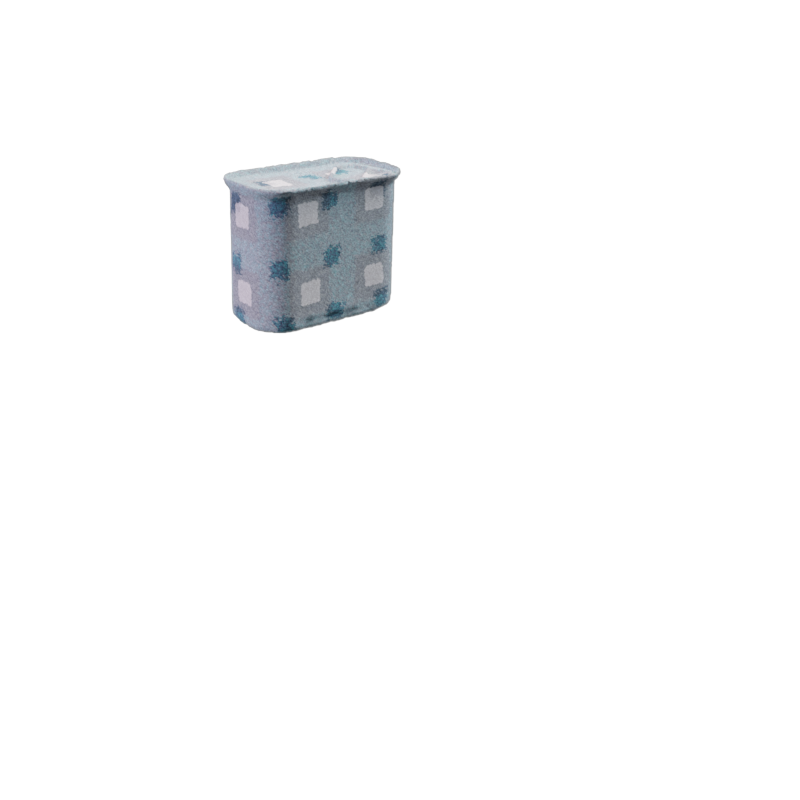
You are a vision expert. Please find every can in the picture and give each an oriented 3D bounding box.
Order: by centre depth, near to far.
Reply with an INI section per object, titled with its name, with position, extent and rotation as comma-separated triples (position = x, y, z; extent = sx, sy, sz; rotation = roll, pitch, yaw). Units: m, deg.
[can]
position = -0.050, -0.092, 0.645
extent = 0.100, 0.080, 0.061
rotation = -15, 25, -35
